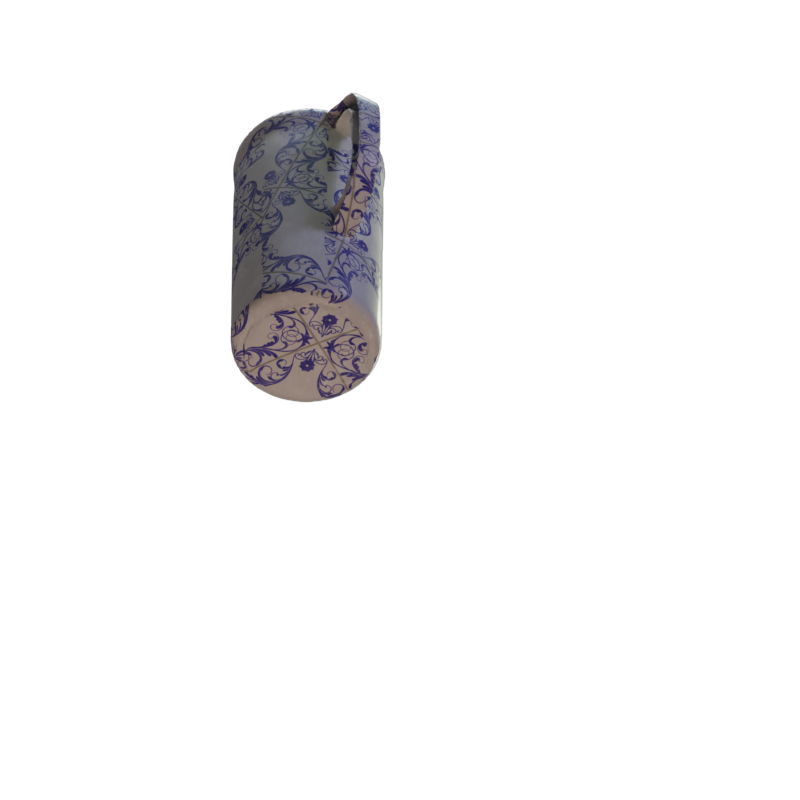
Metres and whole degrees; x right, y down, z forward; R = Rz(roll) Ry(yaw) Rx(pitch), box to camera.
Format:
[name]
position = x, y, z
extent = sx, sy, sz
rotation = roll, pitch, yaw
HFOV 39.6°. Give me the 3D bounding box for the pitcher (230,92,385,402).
[pitcher]
position = -0.068, -0.124, 0.871
extent = 0.146, 0.138, 0.260
rotation = -13, 40, 7
